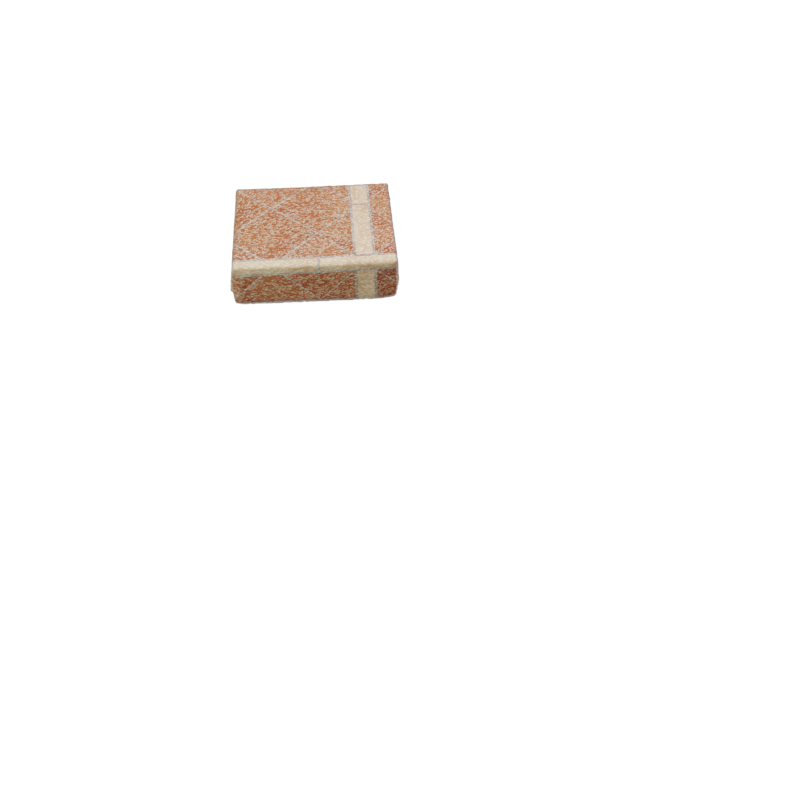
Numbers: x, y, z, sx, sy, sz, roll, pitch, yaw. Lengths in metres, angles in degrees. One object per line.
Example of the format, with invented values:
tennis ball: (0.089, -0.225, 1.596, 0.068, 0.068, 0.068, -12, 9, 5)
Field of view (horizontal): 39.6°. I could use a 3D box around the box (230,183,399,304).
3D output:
box: (-0.060, -0.110, 0.773, 0.113, 0.036, 0.097, -2, 44, -2)
